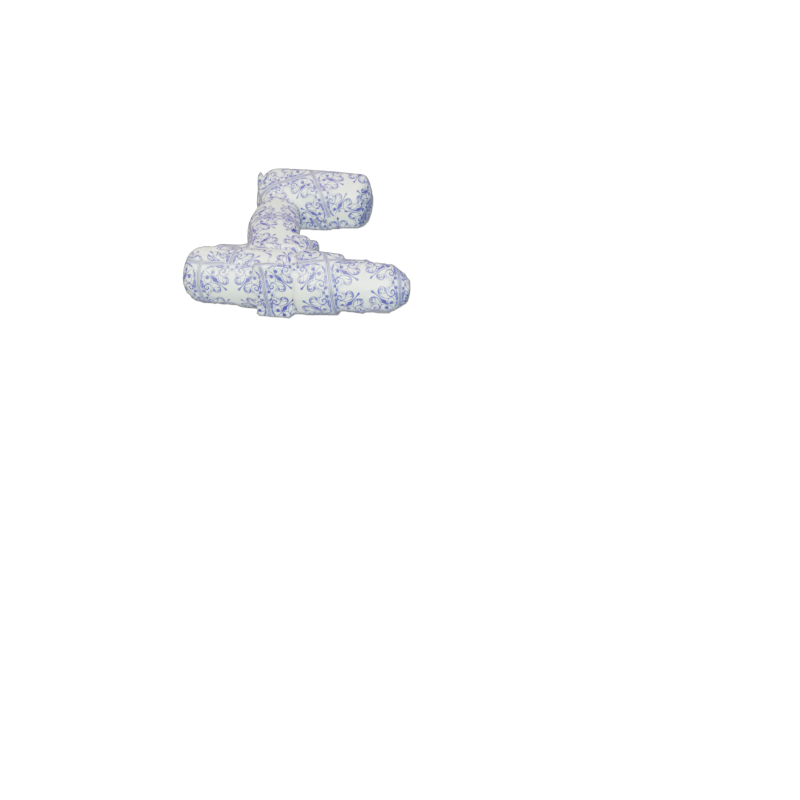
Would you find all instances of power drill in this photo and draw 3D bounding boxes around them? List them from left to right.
[{"bbox_3d":[-0.074,-0.135,0.946,0.187,0.054,0.197,6,33,8],"label":"power drill"}]
